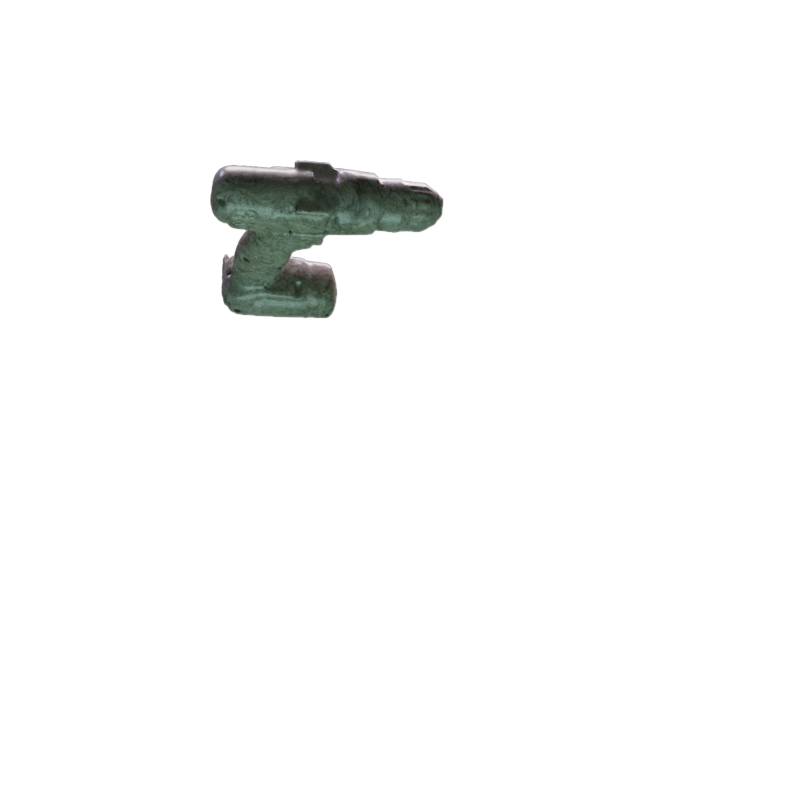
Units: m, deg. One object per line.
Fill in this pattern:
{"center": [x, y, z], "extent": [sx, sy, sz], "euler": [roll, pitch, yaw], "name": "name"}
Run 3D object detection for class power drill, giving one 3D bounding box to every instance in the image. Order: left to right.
{"center": [-0.073, -0.133, 0.930], "extent": [0.182, 0.061, 0.180], "euler": [5, -26, -11], "name": "power drill"}
